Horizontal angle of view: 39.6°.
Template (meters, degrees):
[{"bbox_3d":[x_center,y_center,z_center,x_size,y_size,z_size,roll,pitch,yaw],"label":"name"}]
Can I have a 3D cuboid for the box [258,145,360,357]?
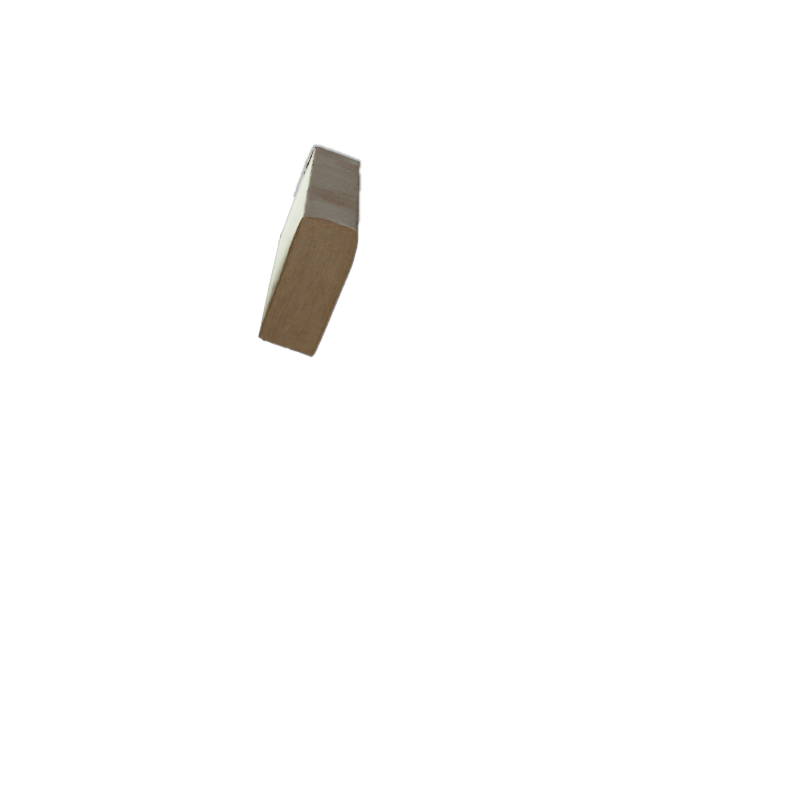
[{"bbox_3d":[-0.062,-0.113,0.791,0.047,0.090,0.186,18,23,-13],"label":"box"}]
